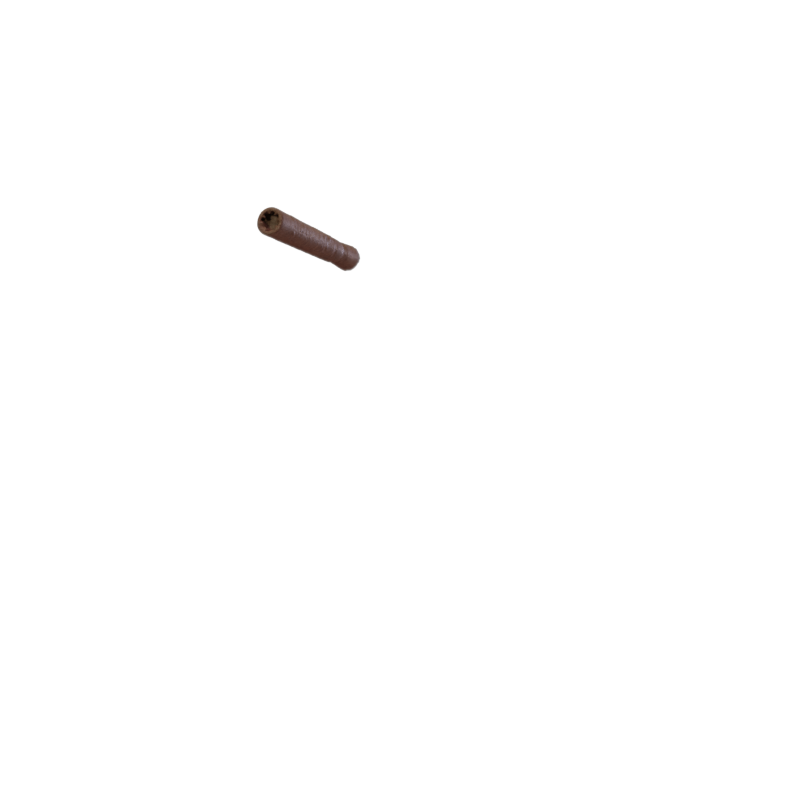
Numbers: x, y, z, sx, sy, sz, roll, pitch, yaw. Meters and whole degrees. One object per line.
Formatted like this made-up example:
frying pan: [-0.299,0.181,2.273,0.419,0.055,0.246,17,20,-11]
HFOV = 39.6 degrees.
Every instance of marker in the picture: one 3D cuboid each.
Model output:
marker: [-0.059,-0.108,0.756,0.020,0.020,0.115,2,-5,25]
